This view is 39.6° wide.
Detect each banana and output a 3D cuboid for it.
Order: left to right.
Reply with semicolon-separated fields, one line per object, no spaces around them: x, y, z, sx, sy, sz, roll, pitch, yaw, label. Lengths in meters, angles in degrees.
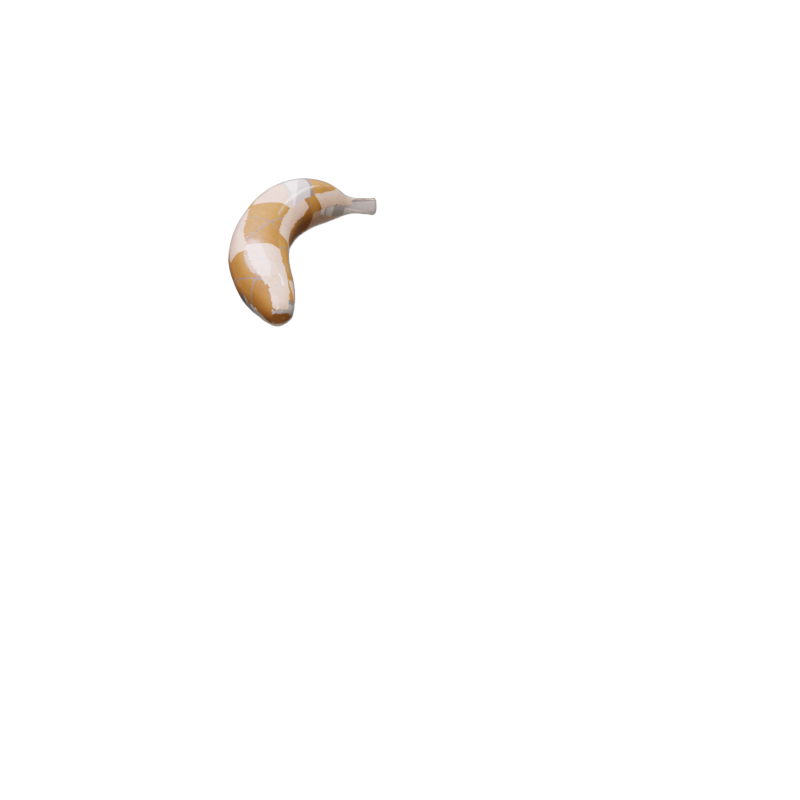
-0.072;-0.105;0.707;0.071;0.035;0.205;8;31;12;banana
